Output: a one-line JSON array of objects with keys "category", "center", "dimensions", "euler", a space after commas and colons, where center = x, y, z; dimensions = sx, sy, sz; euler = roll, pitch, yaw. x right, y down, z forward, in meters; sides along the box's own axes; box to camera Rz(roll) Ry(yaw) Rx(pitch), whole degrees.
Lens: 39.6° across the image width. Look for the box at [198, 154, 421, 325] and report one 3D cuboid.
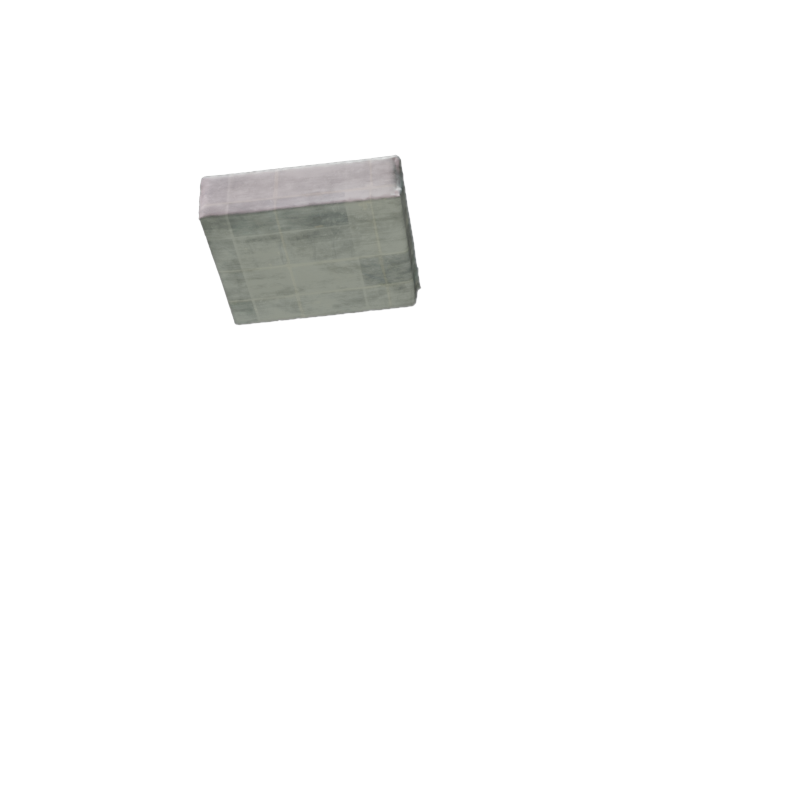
[{"category": "box", "center": [-0.039, -0.071, 0.498], "dimensions": [0.090, 0.032, 0.068], "euler": [-6, -39, 6]}]
